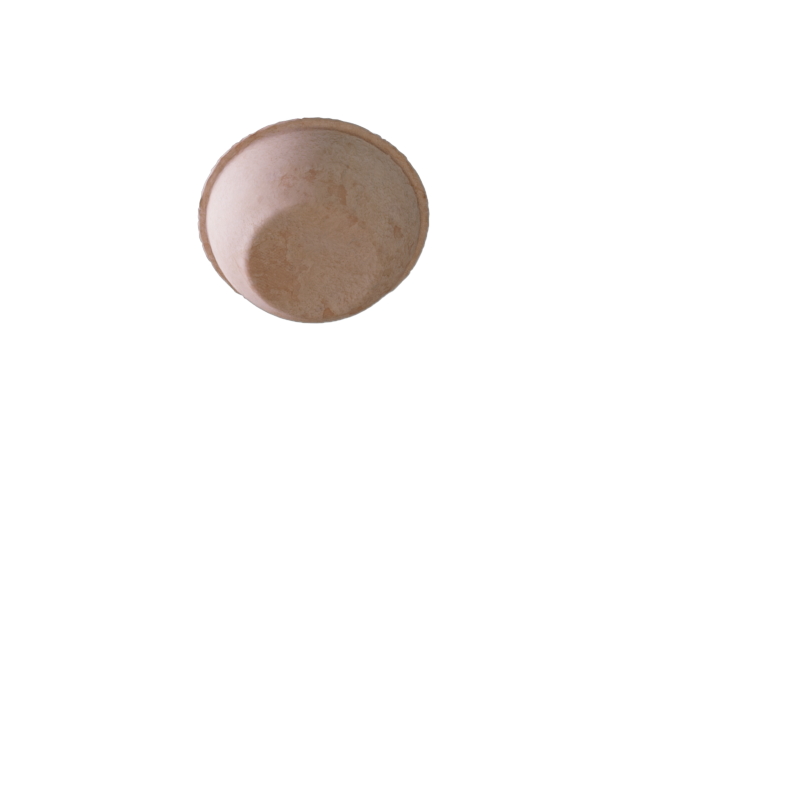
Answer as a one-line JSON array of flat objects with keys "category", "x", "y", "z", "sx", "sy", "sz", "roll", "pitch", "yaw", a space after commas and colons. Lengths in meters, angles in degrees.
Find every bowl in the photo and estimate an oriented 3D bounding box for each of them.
[{"category": "bowl", "x": -0.059, "y": -0.107, "z": 0.750, "sx": 0.162, "sy": 0.152, "sz": 0.059, "roll": 1, "pitch": 35, "yaw": -1}]
